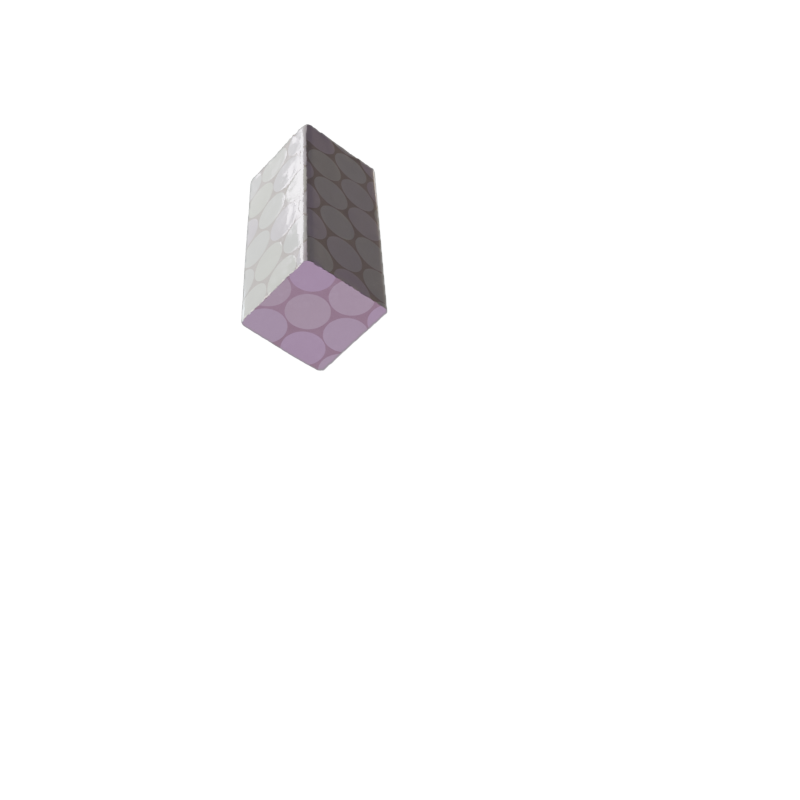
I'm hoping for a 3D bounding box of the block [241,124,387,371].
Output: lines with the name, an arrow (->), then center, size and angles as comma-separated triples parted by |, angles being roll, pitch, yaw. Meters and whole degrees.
block -> -0.078, -0.141, 0.988 | 0.085, 0.221, 0.089 | 31, -57, -28
